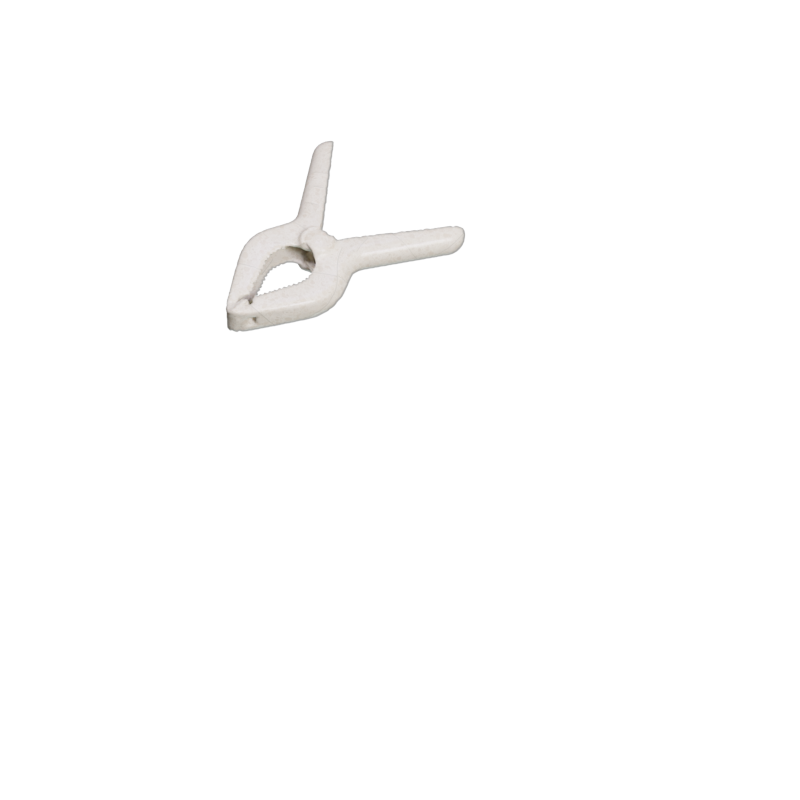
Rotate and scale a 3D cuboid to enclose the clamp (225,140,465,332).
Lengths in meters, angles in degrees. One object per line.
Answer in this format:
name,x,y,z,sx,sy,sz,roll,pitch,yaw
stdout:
clamp,-0.073,-0.134,0.935,0.211,0.034,0.175,-35,60,-24
